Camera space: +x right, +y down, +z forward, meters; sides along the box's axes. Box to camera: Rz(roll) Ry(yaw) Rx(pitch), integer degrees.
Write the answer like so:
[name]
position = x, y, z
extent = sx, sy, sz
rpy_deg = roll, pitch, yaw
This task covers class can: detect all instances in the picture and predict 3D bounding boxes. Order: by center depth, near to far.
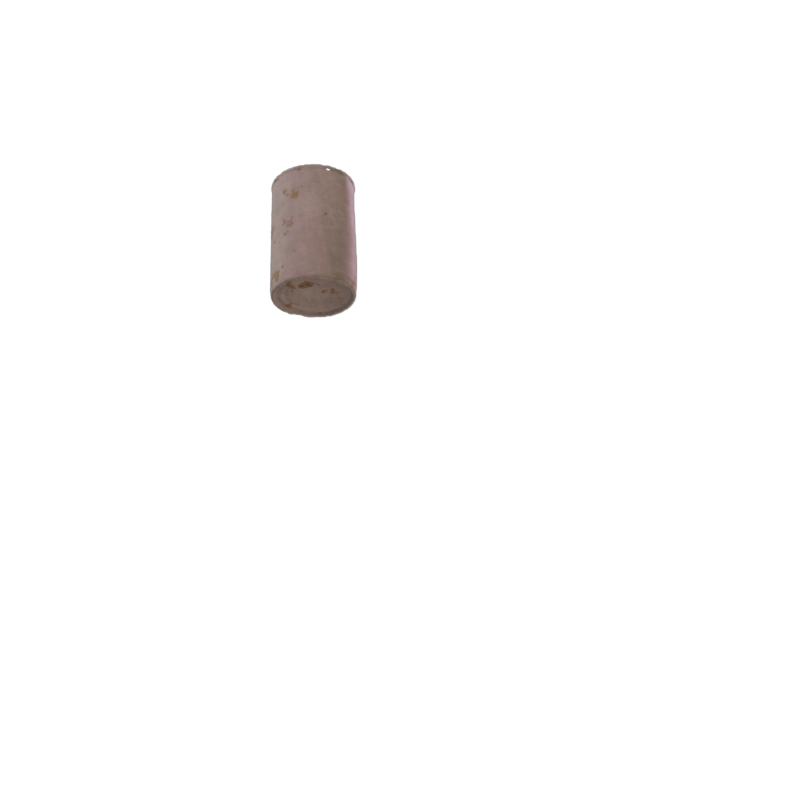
[can]
position = -0.068, -0.124, 0.868
extent = 0.068, 0.109, 0.064
rpy_deg = 0, -29, -2
